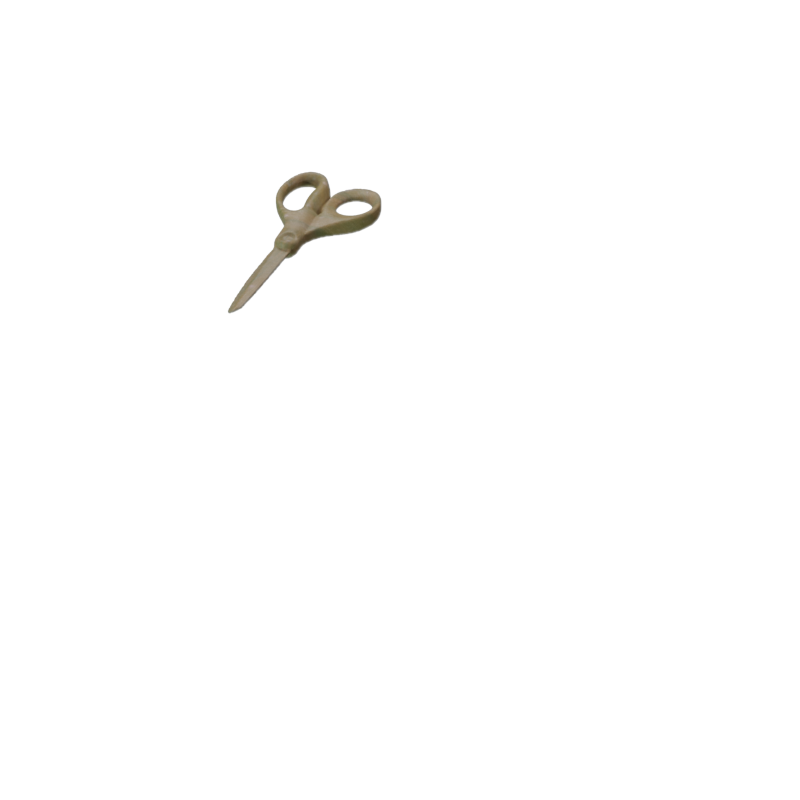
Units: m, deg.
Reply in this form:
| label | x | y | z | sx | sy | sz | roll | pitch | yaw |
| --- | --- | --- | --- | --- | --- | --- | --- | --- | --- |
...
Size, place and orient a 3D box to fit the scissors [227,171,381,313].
| label | x | y | z | sx | sy | sz | roll | pitch | yaw |
| --- | --- | --- | --- | --- | --- | --- | --- | --- | --- |
| scissors | -0.067 | -0.123 | 0.861 | 0.097 | 0.015 | 0.214 | 3 | 38 | 3 |
